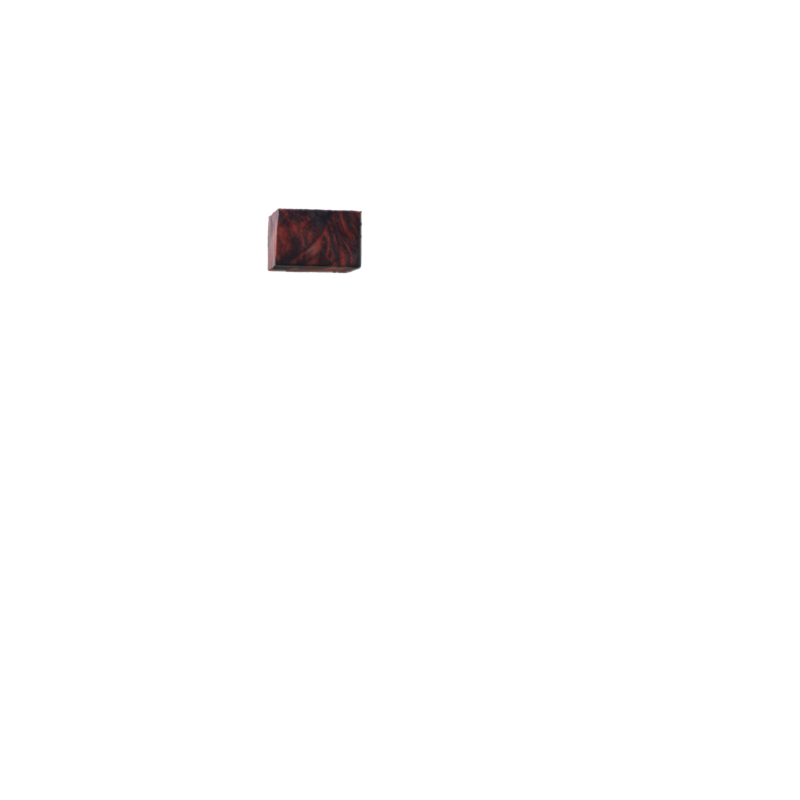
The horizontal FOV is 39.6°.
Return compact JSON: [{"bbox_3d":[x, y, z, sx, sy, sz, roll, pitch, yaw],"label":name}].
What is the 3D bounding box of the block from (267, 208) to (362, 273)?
[{"bbox_3d":[-0.077,-0.141,0.988,0.077,0.052,0.053,0,-3,-13],"label":"block"}]
